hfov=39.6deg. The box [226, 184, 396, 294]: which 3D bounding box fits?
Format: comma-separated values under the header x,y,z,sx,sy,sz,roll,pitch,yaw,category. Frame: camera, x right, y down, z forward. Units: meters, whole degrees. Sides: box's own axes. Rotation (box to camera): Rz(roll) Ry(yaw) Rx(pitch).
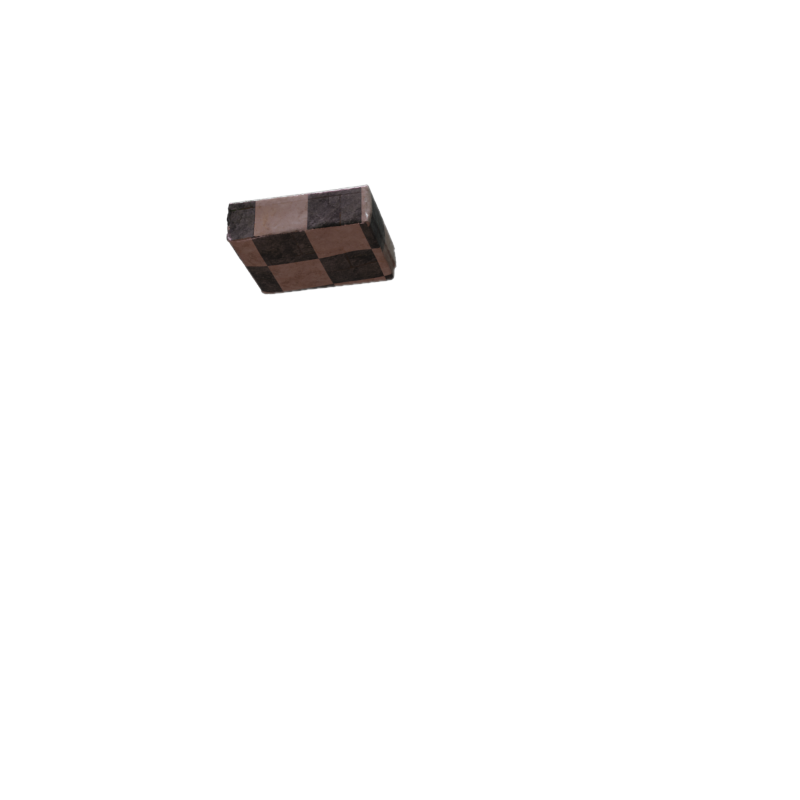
x,y,z,sx,sy,sz,roll,pitch,yaw,category
-0.067,-0.122,0.856,0.115,0.041,0.083,-7,-28,12,box
